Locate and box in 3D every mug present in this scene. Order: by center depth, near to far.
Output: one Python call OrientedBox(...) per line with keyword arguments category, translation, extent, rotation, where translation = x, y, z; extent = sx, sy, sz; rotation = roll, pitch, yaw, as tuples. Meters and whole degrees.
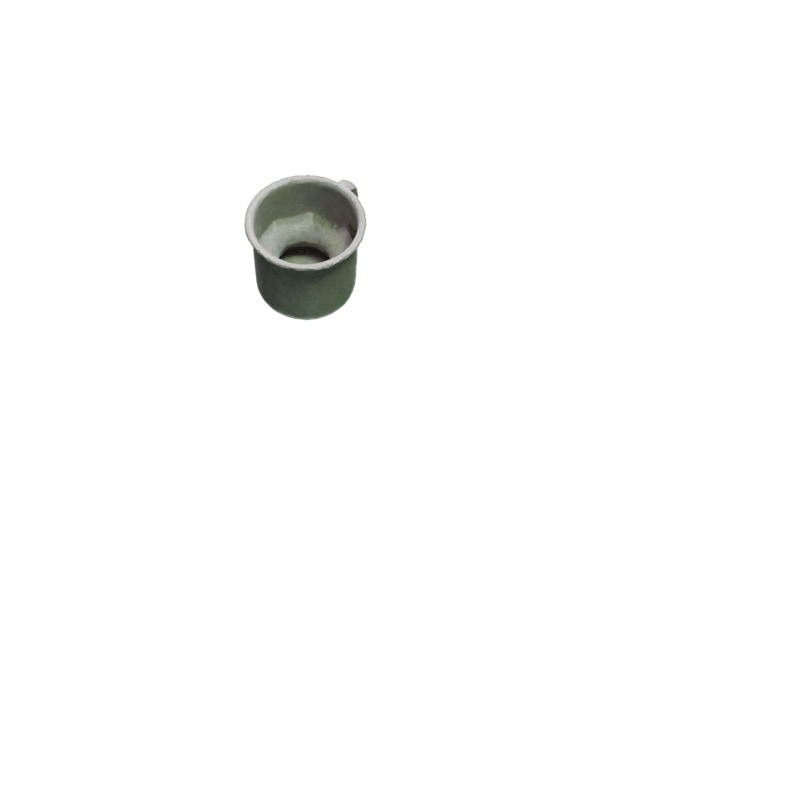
OrientedBox(category="mug", translation=(-0.069, -0.126, 0.882), extent=(0.096, 0.121, 0.076), rotation=(25, -31, 14))
